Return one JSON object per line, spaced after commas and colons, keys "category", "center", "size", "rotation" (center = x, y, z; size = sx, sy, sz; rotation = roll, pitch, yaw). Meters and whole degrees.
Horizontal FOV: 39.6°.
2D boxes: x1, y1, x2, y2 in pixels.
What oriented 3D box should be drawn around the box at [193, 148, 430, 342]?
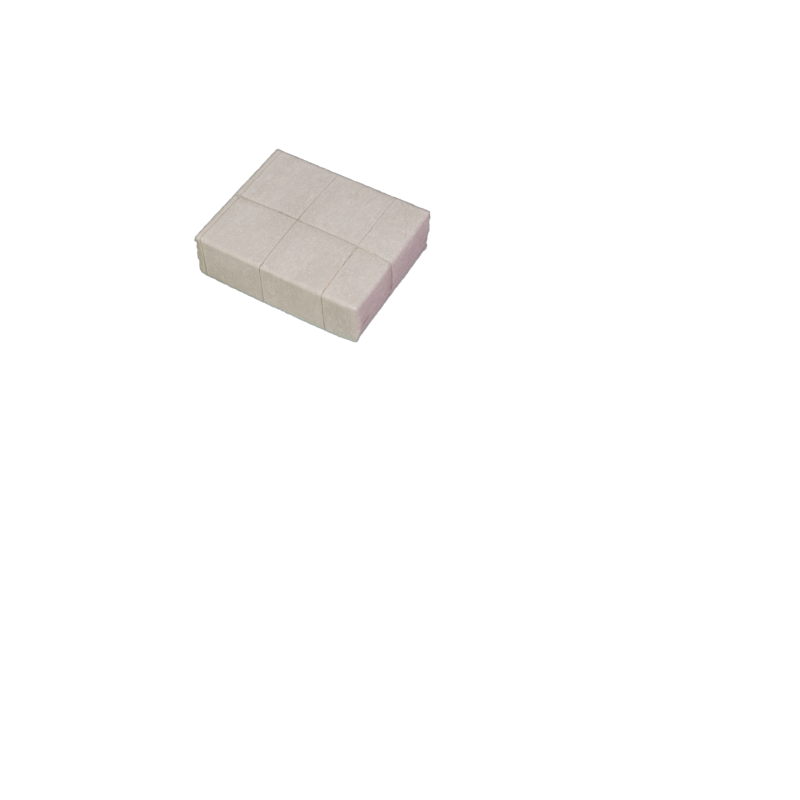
{"category": "box", "center": [-0.052, -0.095, 0.664], "size": [0.118, 0.092, 0.036], "rotation": [25, -34, 18]}
